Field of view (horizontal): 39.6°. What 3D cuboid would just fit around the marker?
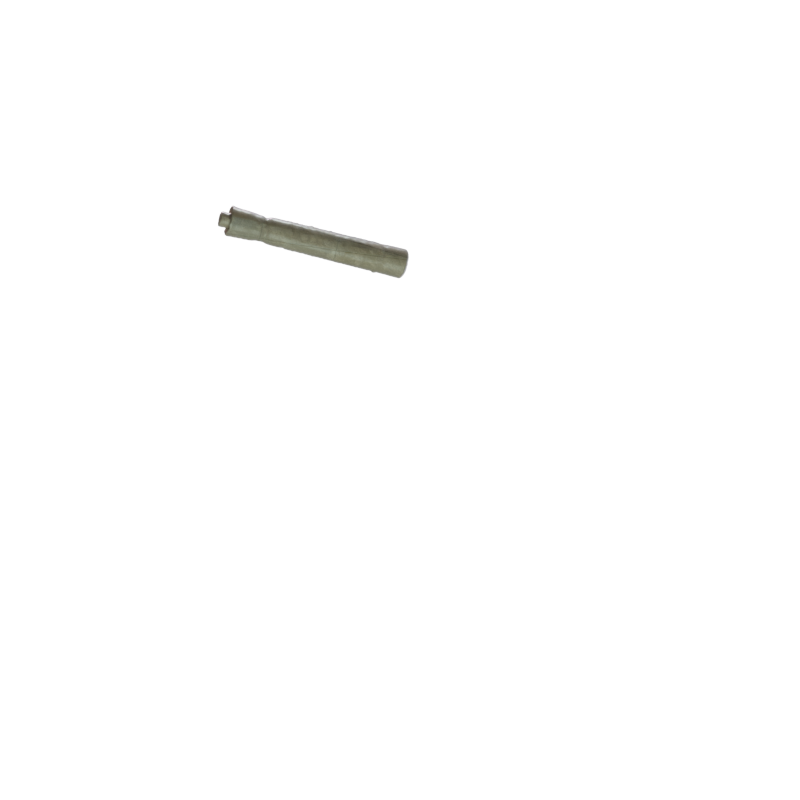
[{"bbox_3d":[-0.054,-0.098,0.690,0.118,0.020,0.020,12,1,-13],"label":"marker"}]
